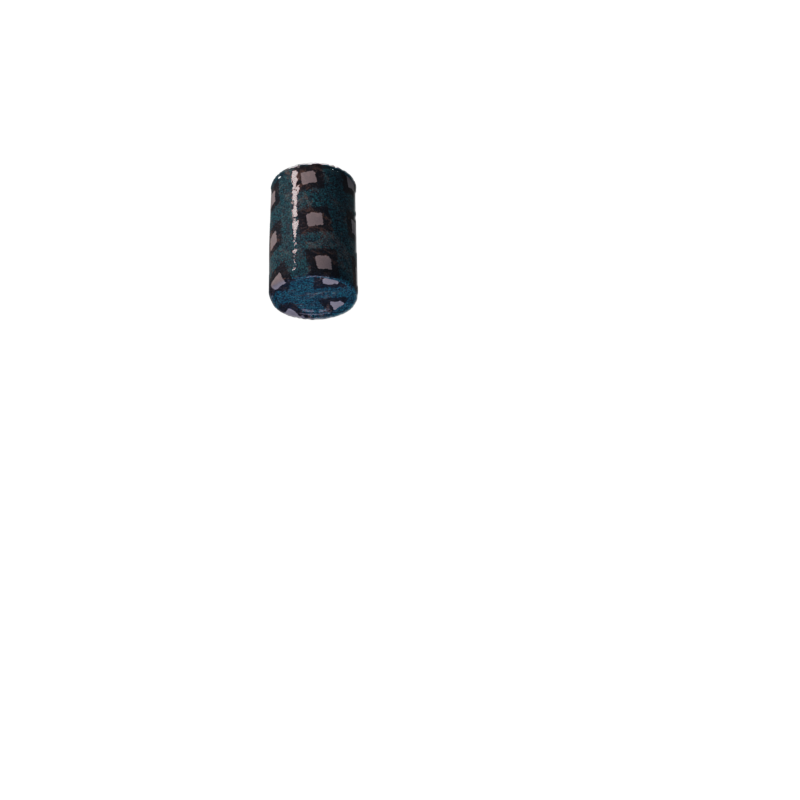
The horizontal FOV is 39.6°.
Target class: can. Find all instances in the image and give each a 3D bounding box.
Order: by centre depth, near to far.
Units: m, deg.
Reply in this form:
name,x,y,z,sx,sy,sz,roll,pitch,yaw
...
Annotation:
name,x,y,z,sx,sy,sz,roll,pitch,yaw
can,-0.067,-0.121,0.851,0.068,0.109,0.064,0,-30,-2
